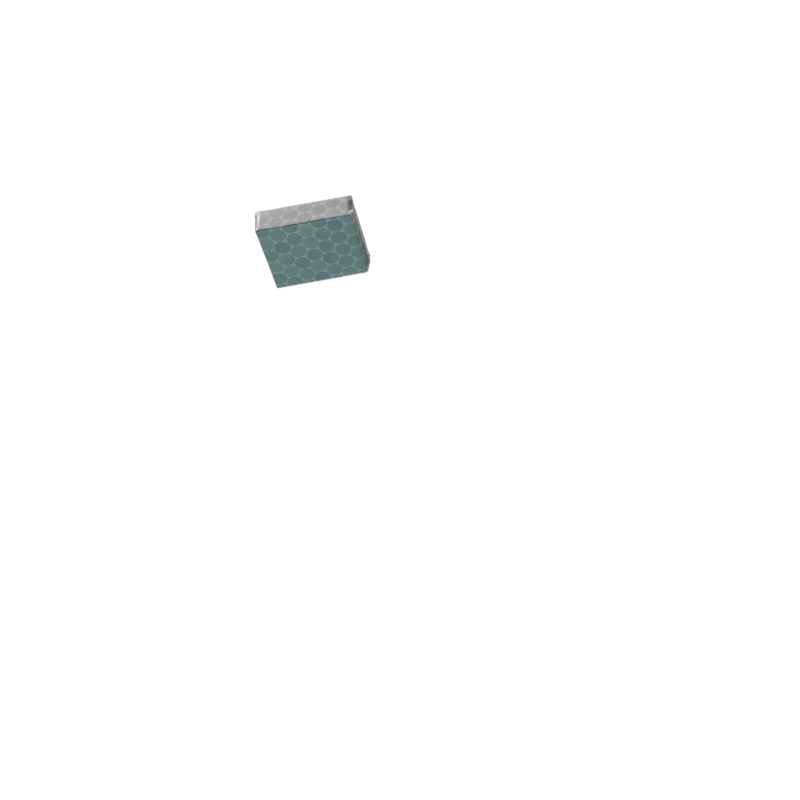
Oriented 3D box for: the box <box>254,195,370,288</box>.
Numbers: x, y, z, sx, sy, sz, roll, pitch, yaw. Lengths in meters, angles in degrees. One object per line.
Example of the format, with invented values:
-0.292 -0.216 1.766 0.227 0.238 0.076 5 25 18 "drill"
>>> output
-0.077 -0.141 0.986 0.090 0.032 0.067 -9 -43 9 "box"
